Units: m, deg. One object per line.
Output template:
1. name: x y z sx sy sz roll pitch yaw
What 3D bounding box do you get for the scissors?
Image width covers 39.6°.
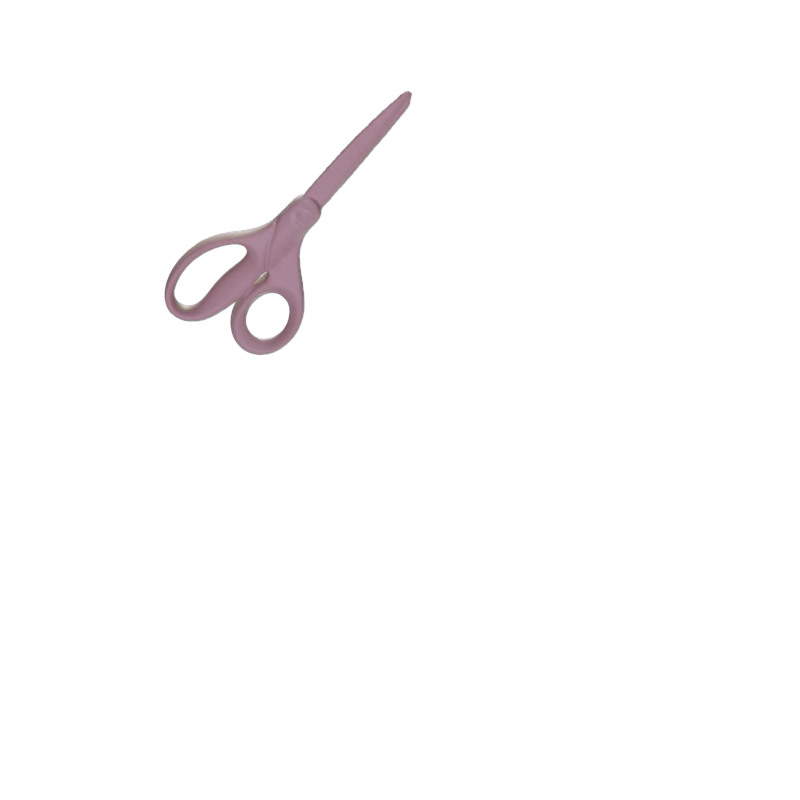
1. scissors: -0.053 -0.097 0.679 0.201 0.091 0.017 -30 24 15
